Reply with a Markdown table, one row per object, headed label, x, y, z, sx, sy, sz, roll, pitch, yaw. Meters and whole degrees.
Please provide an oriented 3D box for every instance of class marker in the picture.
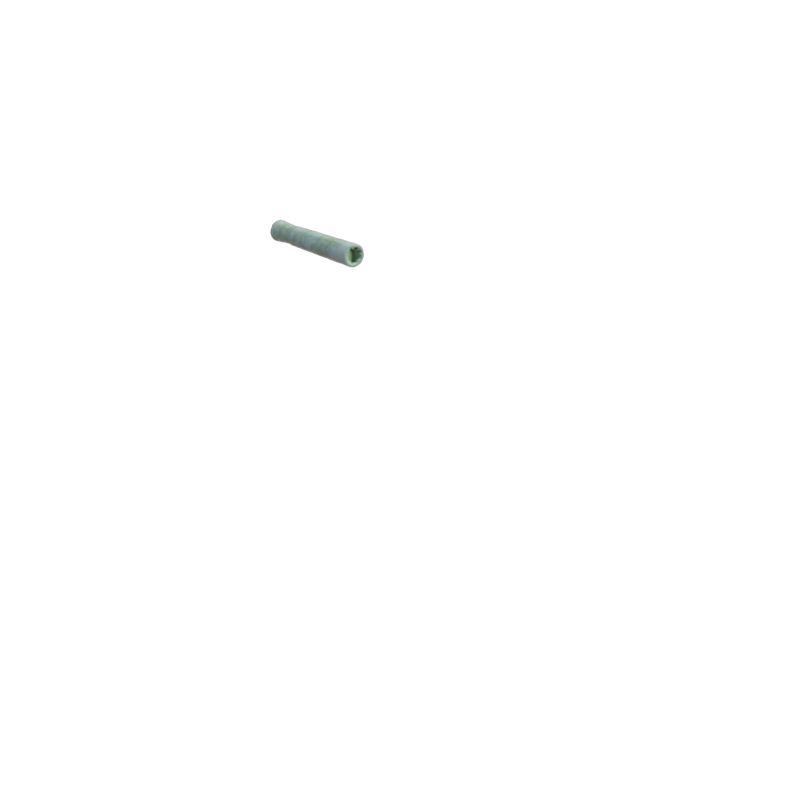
| label | x | y | z | sx | sy | sz | roll | pitch | yaw |
| --- | --- | --- | --- | --- | --- | --- | --- | --- | --- |
| marker | -0.071 | -0.129 | 0.906 | 0.019 | 0.019 | 0.128 | -3 | 18 | -35 |
